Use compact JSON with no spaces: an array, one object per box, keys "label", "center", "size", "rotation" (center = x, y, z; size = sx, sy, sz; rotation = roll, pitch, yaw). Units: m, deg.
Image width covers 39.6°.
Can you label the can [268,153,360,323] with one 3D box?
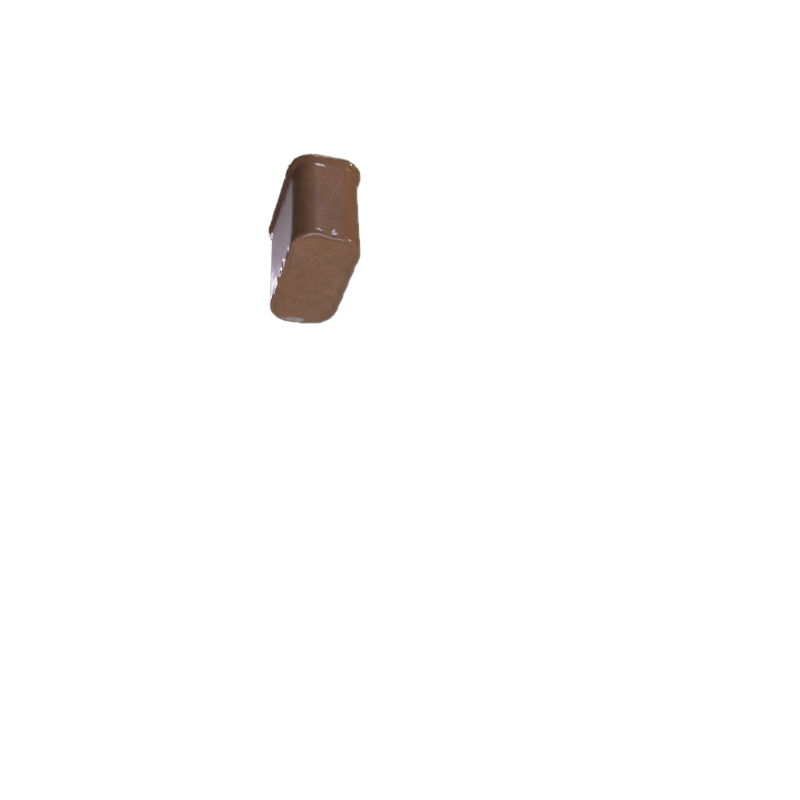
[{"label":"can","center":[-0.065,-0.119,0.834],"size":[0.056,0.090,0.097],"rotation":[10,-43,-14]}]
